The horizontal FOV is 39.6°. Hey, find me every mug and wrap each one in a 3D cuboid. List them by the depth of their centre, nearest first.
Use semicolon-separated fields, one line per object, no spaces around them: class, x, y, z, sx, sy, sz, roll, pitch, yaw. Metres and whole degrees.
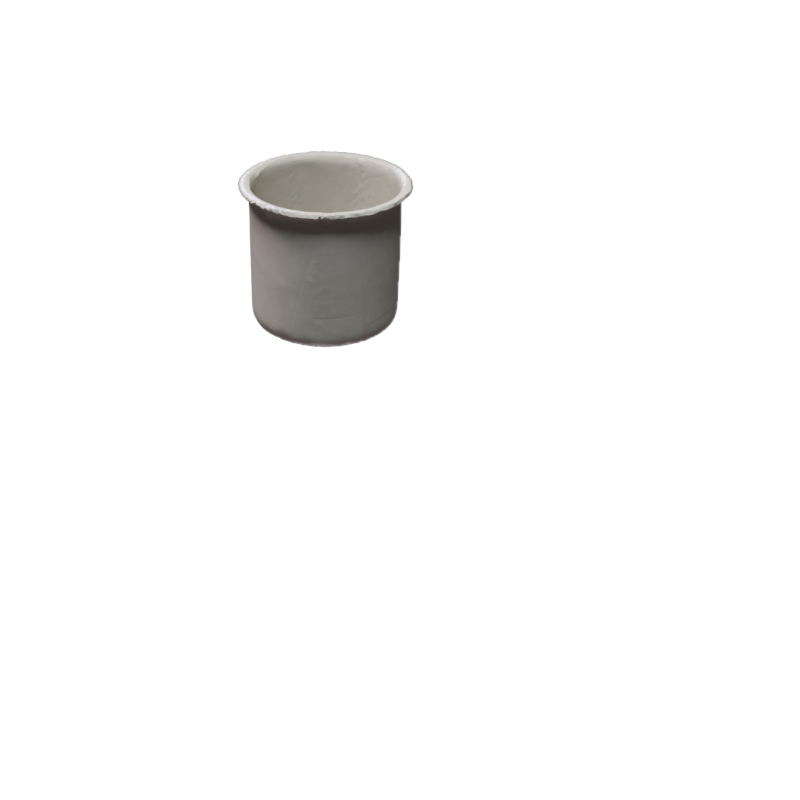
mug;-0.048;-0.088;0.614;0.092;0.077;0.126;-18;35;-30
